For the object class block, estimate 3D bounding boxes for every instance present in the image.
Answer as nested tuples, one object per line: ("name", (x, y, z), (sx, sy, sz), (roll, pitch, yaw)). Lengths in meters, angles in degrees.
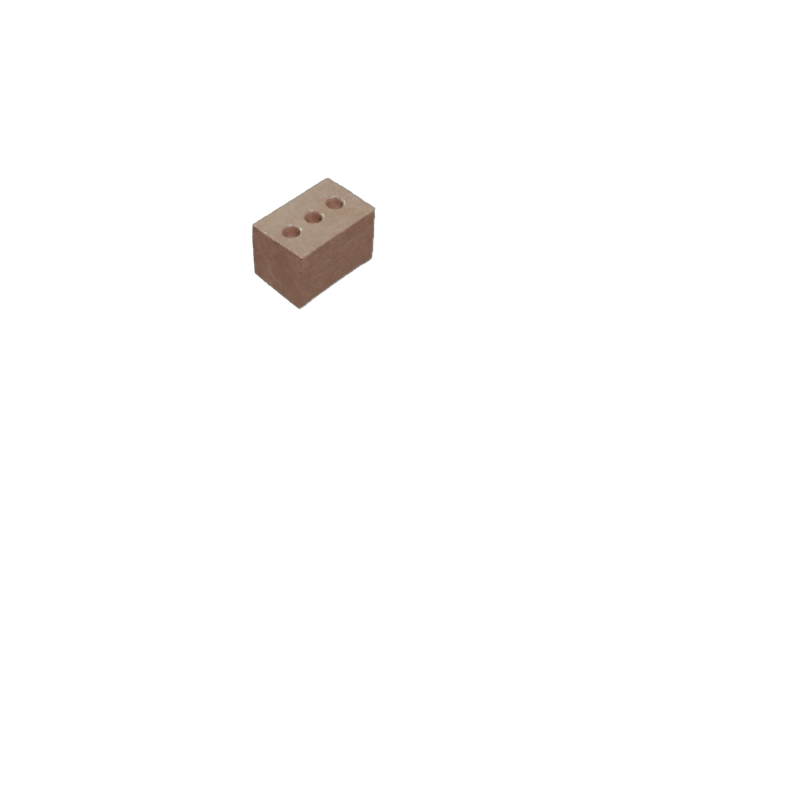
("block", (-0.064, -0.116, 0.814), (0.056, 0.048, 0.079), (35, 56, 26))
